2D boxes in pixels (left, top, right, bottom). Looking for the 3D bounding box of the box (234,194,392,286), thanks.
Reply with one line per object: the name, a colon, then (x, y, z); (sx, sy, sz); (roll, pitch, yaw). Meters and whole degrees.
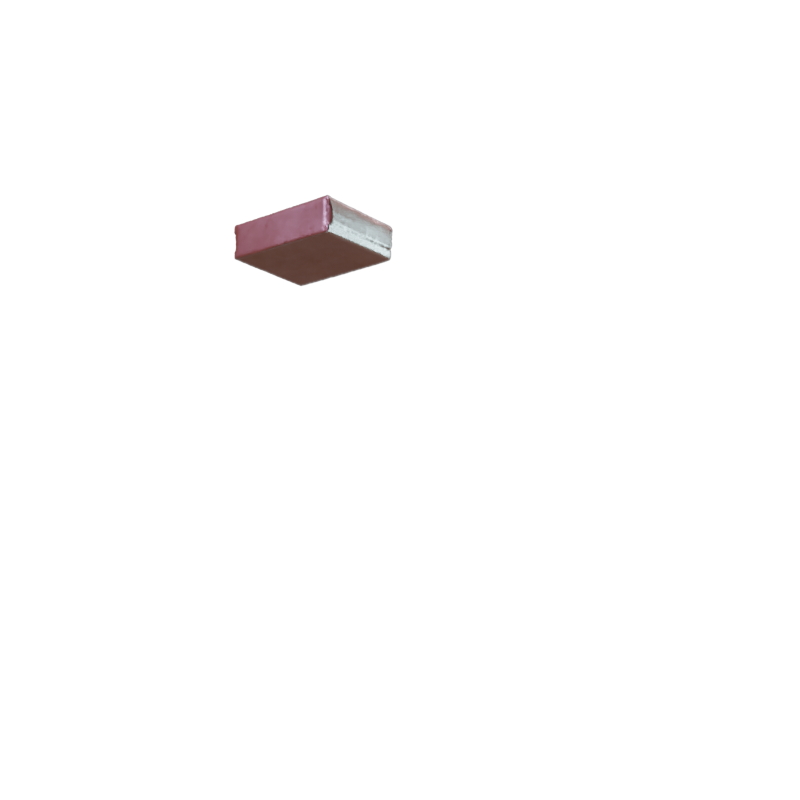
box: (-0.062, -0.113, 0.788); (0.091, 0.031, 0.069); (-12, -20, 37)
